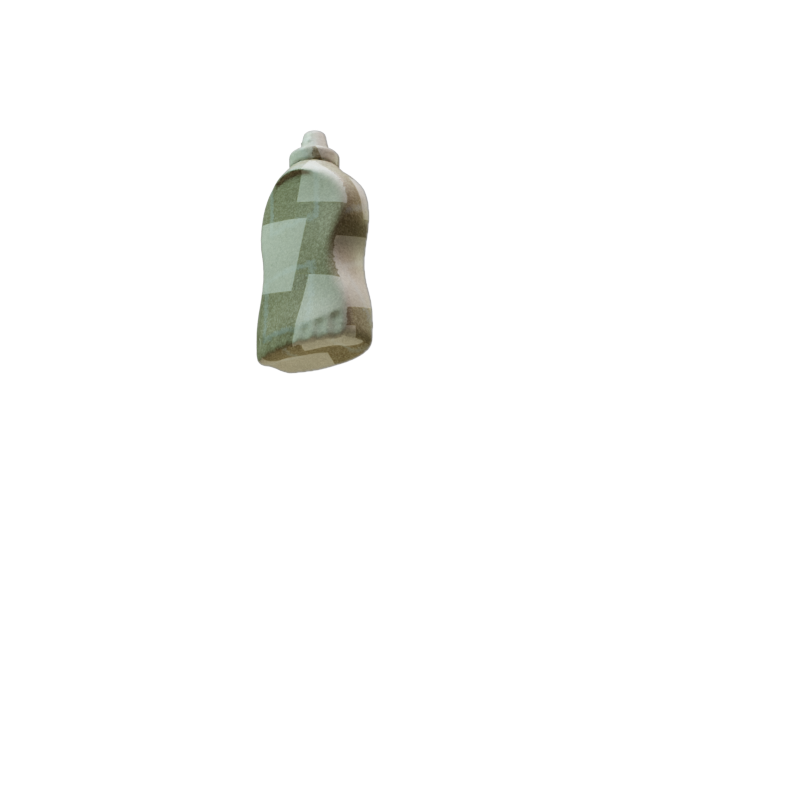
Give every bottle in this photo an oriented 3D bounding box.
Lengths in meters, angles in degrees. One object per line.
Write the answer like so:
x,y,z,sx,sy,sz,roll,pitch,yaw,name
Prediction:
-0.067,-0.123,0.862,0.097,0.202,0.055,-21,-29,39,bottle
